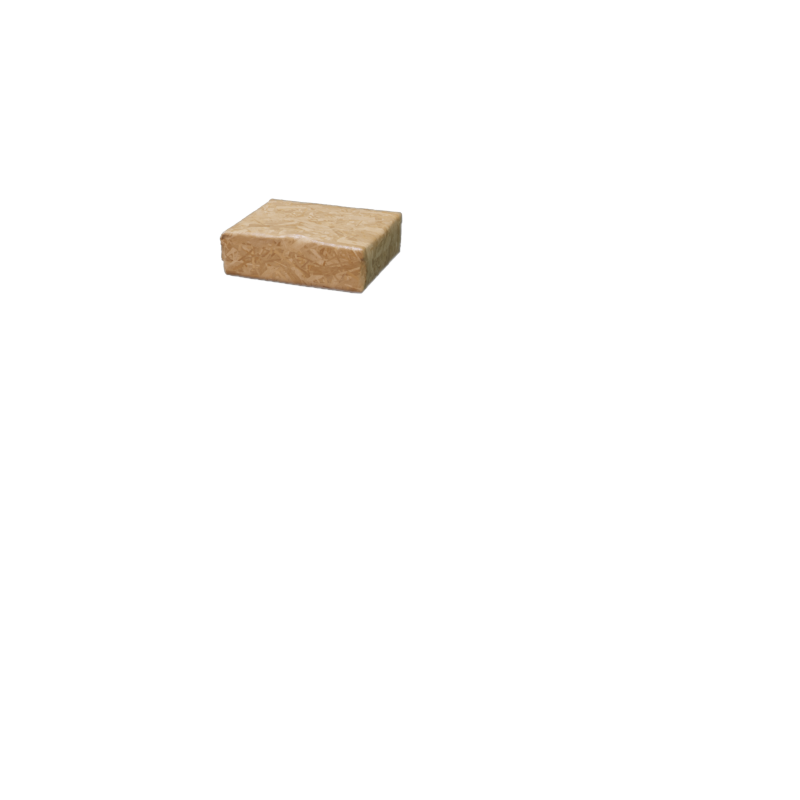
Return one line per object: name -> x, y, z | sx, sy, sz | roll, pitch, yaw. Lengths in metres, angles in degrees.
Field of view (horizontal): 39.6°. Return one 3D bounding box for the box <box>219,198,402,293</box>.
box -> -0.052, -0.094, 0.658 | 0.092, 0.029, 0.075 | 9, 27, 18
